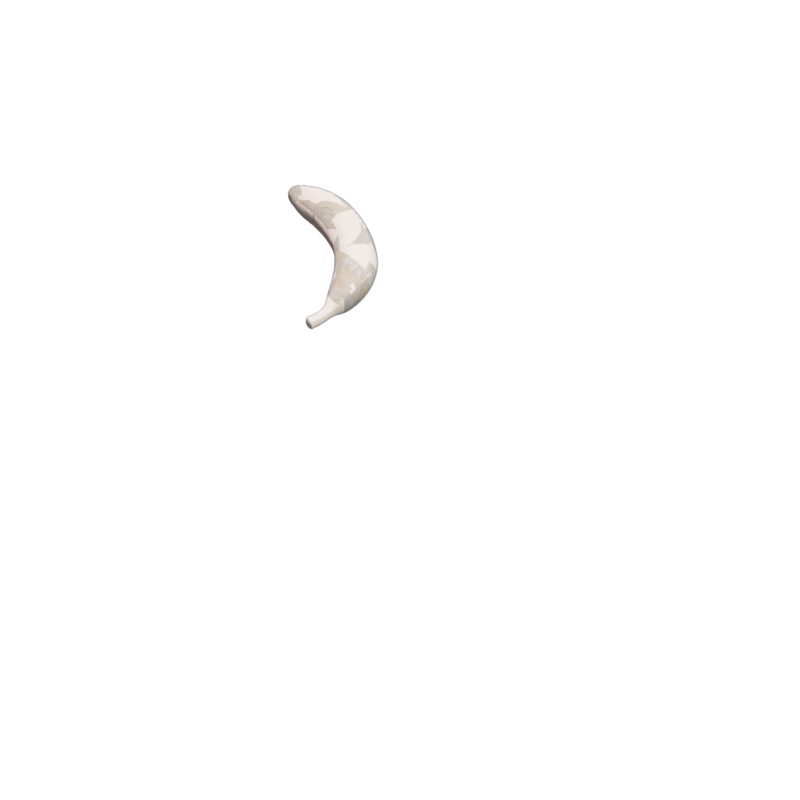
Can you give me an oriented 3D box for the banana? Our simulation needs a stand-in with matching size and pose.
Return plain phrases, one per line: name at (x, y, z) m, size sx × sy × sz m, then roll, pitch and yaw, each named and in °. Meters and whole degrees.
banana at (-0.058, -0.138, 0.977) m, size 0.069 × 0.034 × 0.213 m, roll -5°, pitch 40°, yaw -7°
